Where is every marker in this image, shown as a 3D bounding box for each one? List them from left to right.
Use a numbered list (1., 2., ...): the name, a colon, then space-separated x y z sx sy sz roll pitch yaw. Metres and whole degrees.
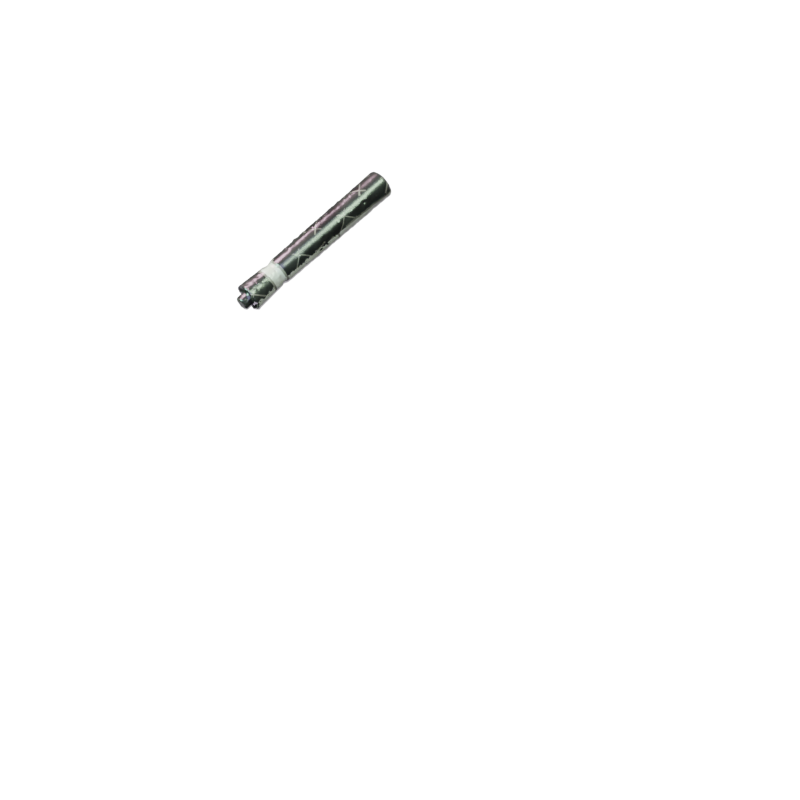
1. marker: -0.054 -0.098 0.684 0.122 0.019 0.020 -44 21 -19
